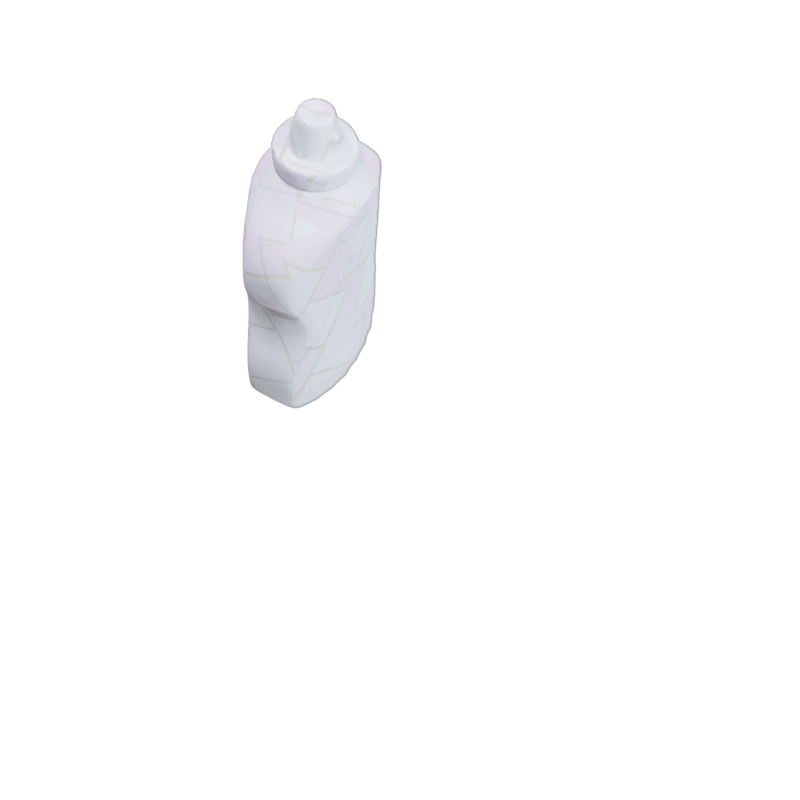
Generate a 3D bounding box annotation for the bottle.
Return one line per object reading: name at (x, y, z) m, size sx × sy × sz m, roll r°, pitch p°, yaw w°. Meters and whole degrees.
bottle at (-0.044, -0.081, 0.569) m, size 0.060 × 0.099 × 0.179 m, roll 27°, pitch -31°, yaw 13°
